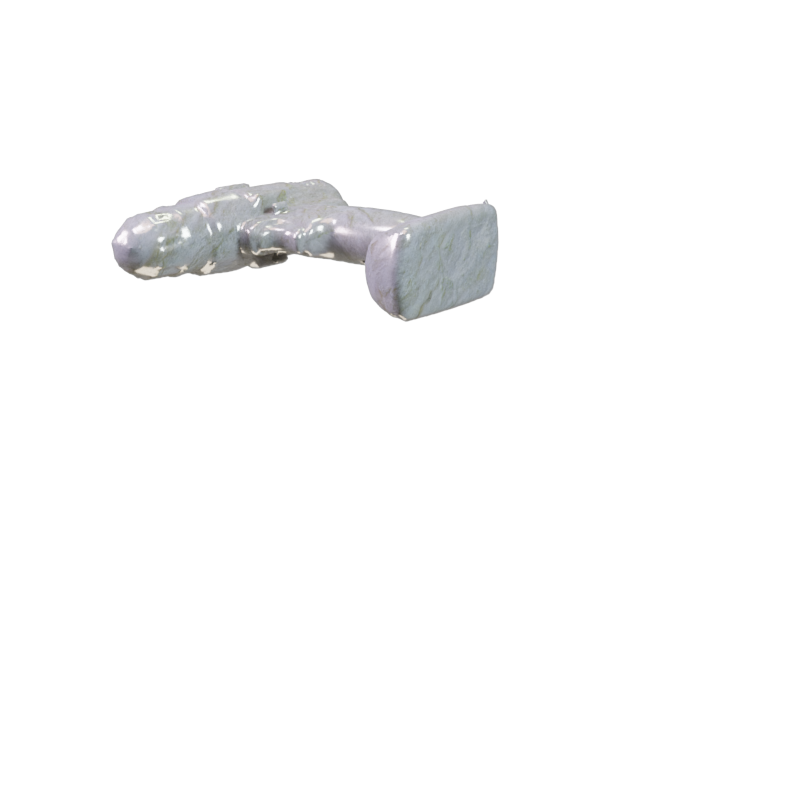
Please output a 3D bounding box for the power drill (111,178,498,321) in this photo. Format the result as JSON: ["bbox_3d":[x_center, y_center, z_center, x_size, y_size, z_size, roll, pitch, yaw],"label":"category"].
[{"bbox_3d":[-0.052,-0.095,0.663,0.198,0.055,0.182,17,27,36],"label":"power drill"}]
